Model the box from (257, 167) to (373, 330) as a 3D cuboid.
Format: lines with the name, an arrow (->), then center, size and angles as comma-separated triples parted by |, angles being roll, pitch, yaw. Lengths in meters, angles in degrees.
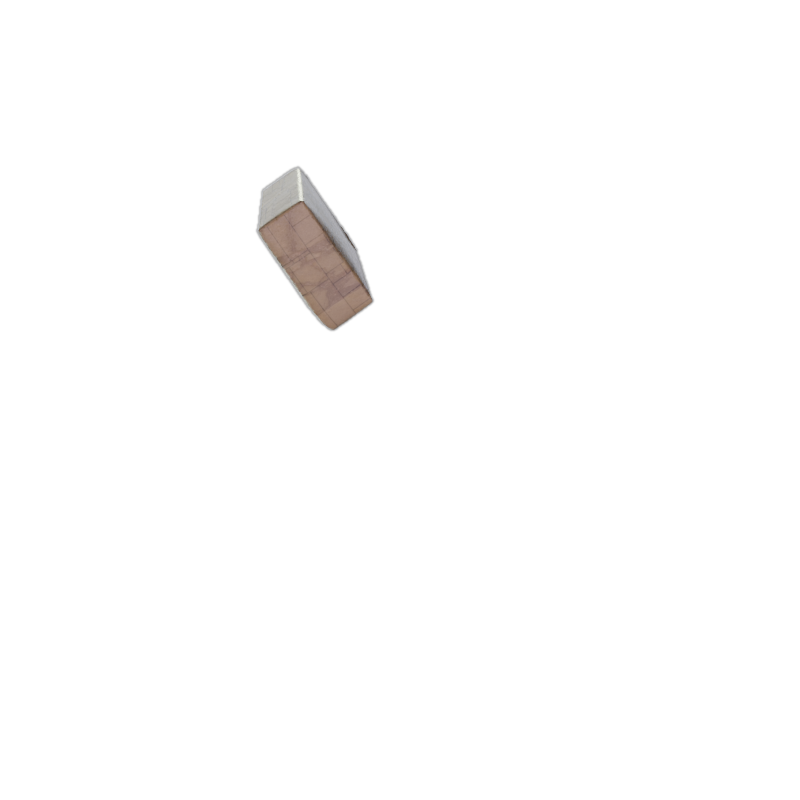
box -> -0.067, -0.124, 0.863 | 0.048, 0.090, 0.184 | -33, 18, 8
